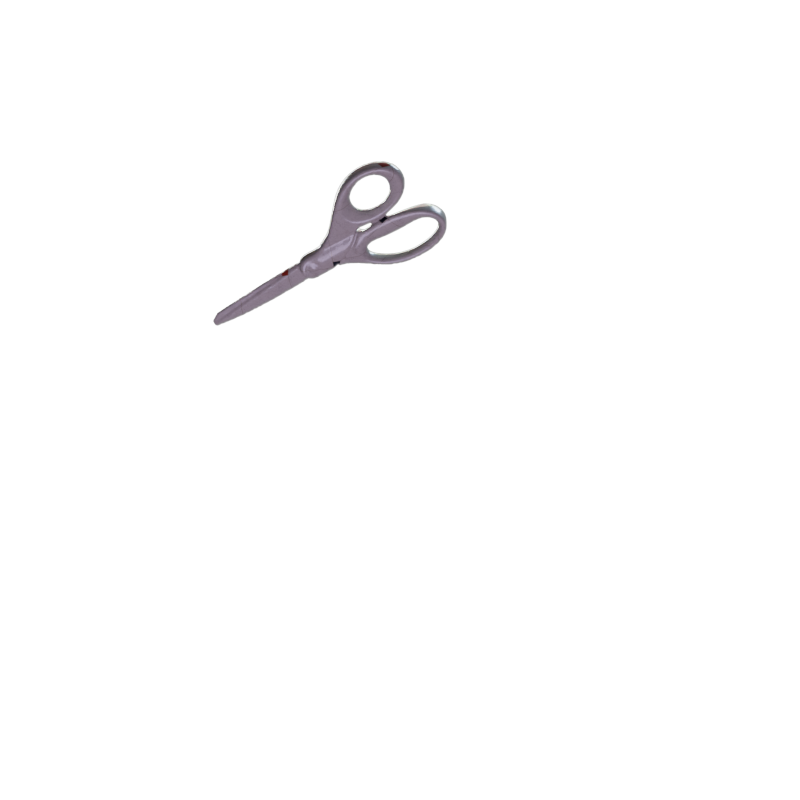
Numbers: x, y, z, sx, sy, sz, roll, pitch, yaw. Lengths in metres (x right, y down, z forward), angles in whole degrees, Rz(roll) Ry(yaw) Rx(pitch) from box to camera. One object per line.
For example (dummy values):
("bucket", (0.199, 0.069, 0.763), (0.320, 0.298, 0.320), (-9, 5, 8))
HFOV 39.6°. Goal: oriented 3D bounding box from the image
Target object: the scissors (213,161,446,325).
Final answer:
("scissors", (-0.066, -0.121, 0.844), (0.203, 0.089, 0.017), (-15, 33, 10))
